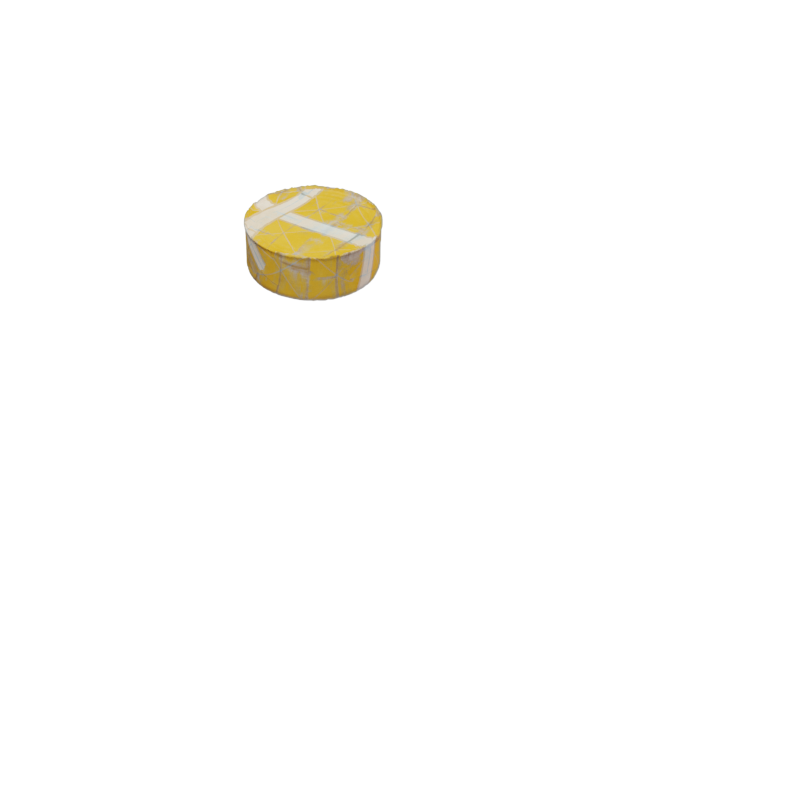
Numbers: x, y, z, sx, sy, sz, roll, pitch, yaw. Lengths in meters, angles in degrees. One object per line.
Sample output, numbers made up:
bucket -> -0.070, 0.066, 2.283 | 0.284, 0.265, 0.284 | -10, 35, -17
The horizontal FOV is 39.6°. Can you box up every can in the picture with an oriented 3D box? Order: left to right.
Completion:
can -> -0.054, -0.099, 0.692 | 0.086, 0.031, 0.092 | -1, 37, -2
